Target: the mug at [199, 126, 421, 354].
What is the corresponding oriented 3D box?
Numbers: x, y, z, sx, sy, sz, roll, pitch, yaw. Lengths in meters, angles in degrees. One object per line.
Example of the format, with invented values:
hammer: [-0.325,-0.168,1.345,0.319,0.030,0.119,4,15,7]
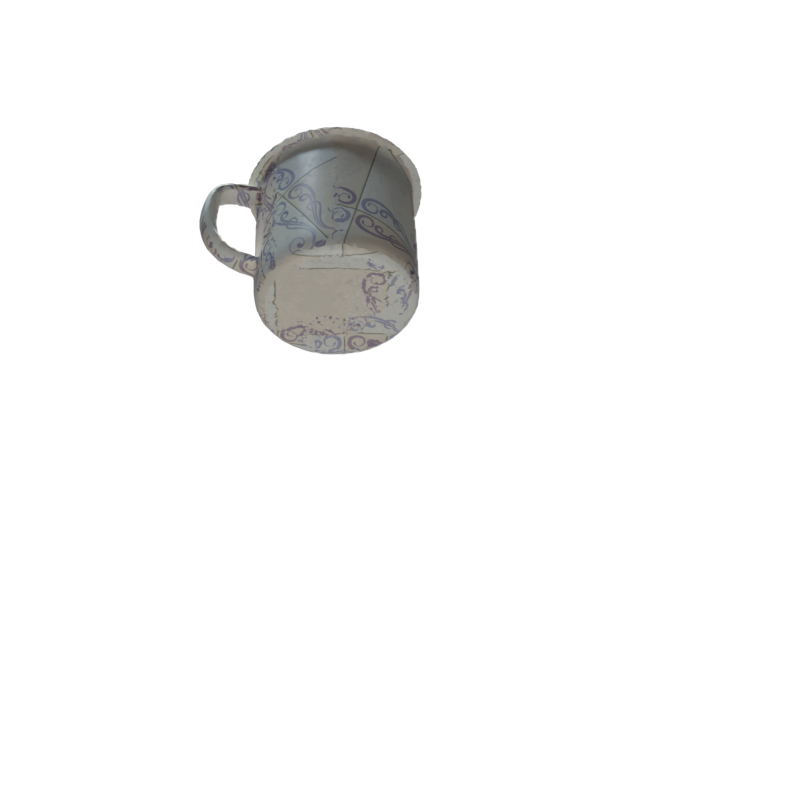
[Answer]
mug: [-0.044,-0.080,0.562,0.114,0.087,0.089,12,-44,-15]
